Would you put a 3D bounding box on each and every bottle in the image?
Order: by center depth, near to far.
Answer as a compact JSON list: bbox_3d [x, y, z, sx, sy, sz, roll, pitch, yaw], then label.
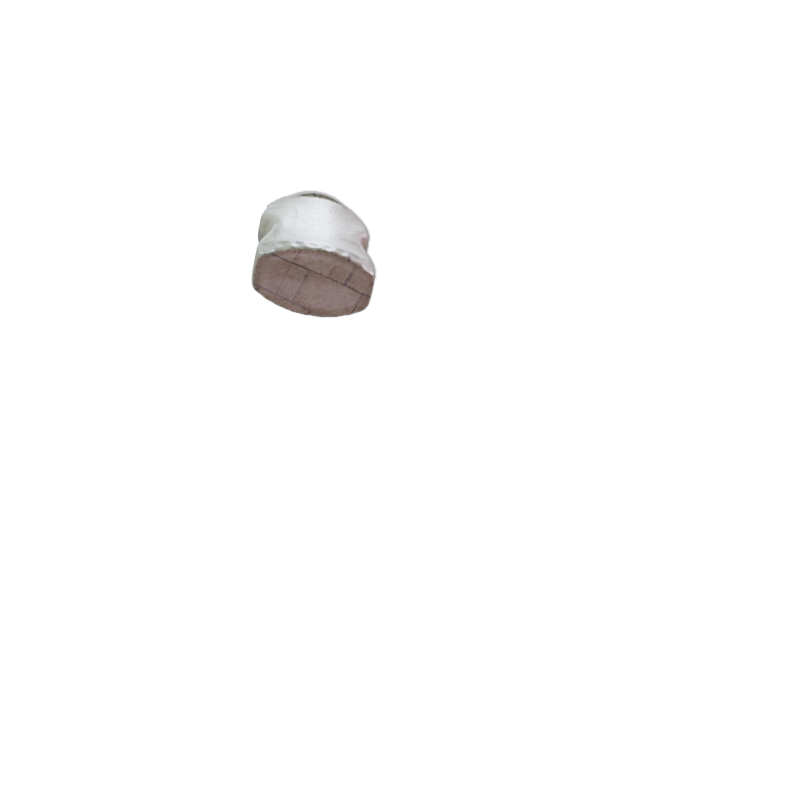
[{"bbox_3d":[-0.074,-0.135,0.948,0.095,0.056,0.202,7,26,-7],"label":"bottle"}]
